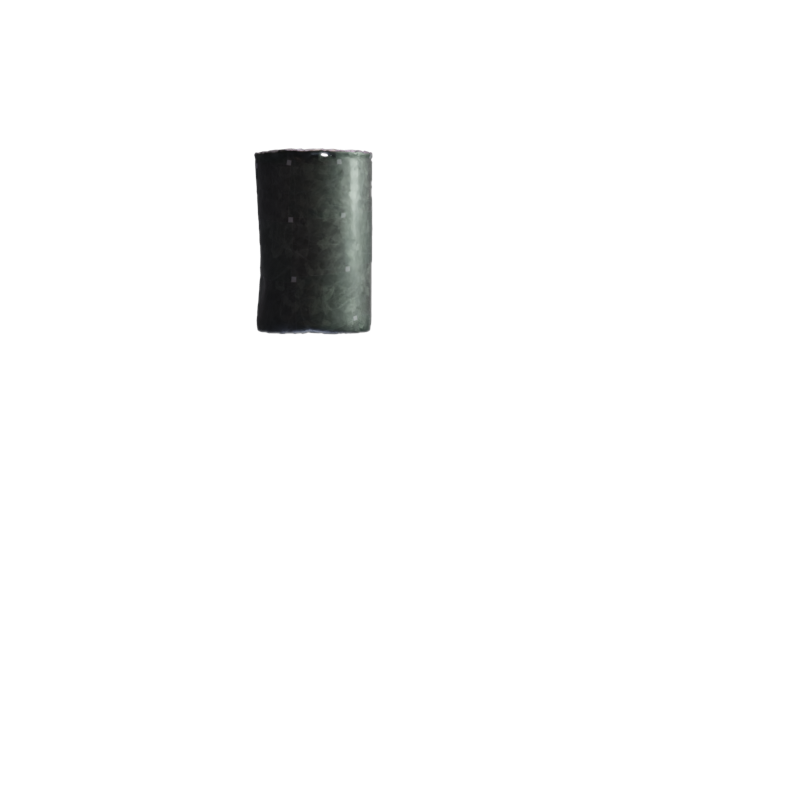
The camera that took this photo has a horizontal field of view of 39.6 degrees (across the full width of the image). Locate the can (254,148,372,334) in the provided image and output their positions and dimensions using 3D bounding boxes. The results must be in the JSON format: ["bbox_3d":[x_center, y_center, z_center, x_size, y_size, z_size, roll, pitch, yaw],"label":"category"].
[{"bbox_3d":[-0.050,-0.091,0.635,0.068,0.102,0.069,0,2,-2],"label":"can"}]
